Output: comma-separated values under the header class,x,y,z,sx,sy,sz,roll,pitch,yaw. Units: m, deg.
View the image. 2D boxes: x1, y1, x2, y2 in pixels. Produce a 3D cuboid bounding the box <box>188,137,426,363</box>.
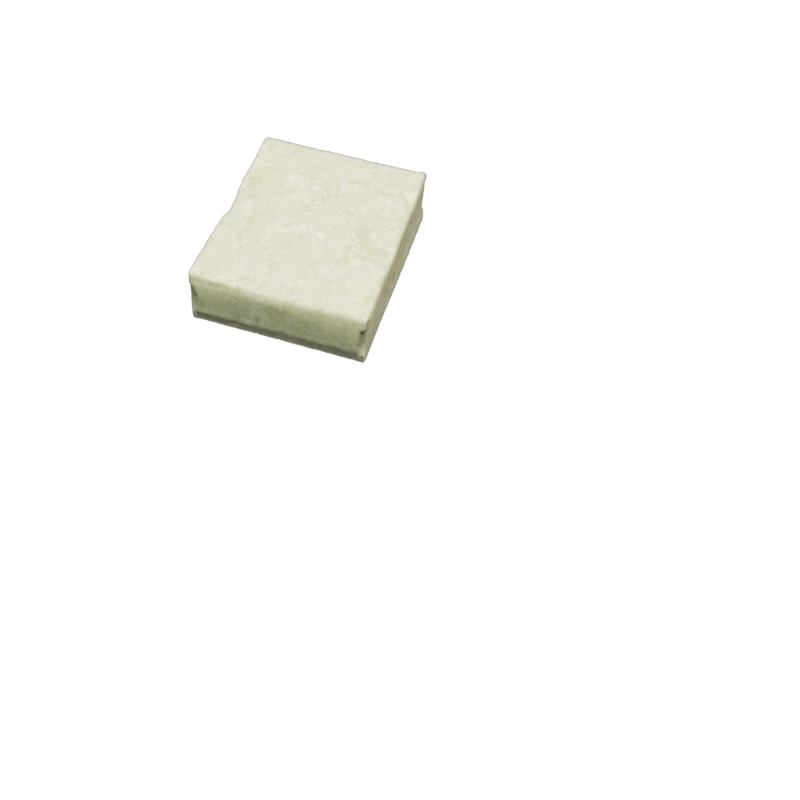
class,x,y,z,sx,sy,sz,roll,pitch,yaw
box,-0.035,-0.065,0.453,0.075,0.094,0.028,14,-39,11
